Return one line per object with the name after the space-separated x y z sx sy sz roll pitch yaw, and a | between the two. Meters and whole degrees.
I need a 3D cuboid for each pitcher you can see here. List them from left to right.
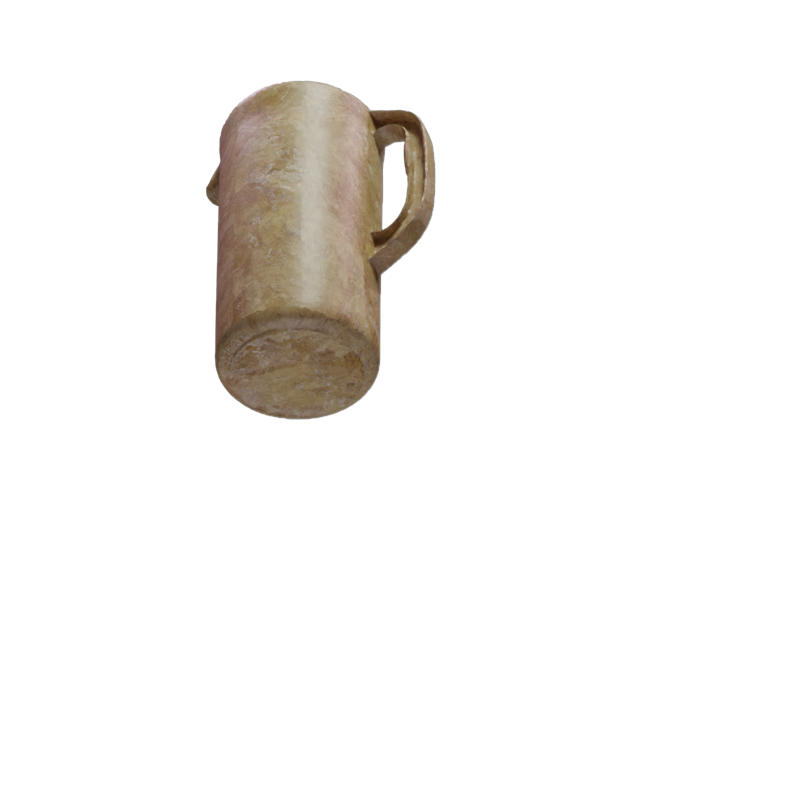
-0.062 -0.114 0.797 0.141 0.261 0.143 14 -46 -18 | pitcher
